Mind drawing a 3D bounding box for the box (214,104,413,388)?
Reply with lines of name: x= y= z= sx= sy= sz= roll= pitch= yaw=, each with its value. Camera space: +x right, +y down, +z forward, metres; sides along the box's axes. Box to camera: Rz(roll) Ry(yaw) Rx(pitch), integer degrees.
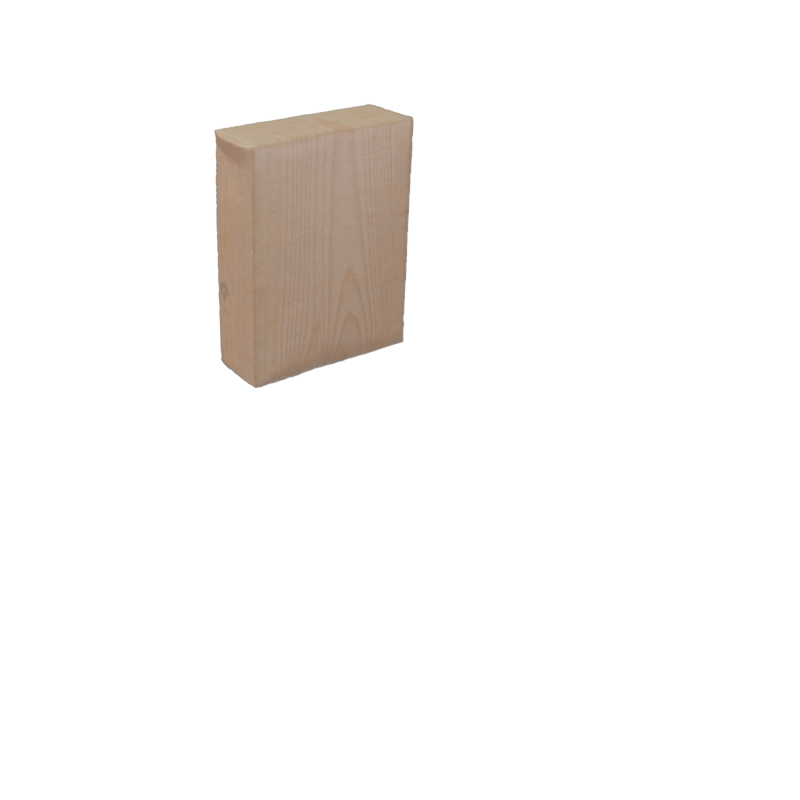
box: x=-0.075 y=-0.136 z=0.956 sx=0.161 sy=0.204 sz=0.077 roll=-16 pitch=28 yaw=-34
